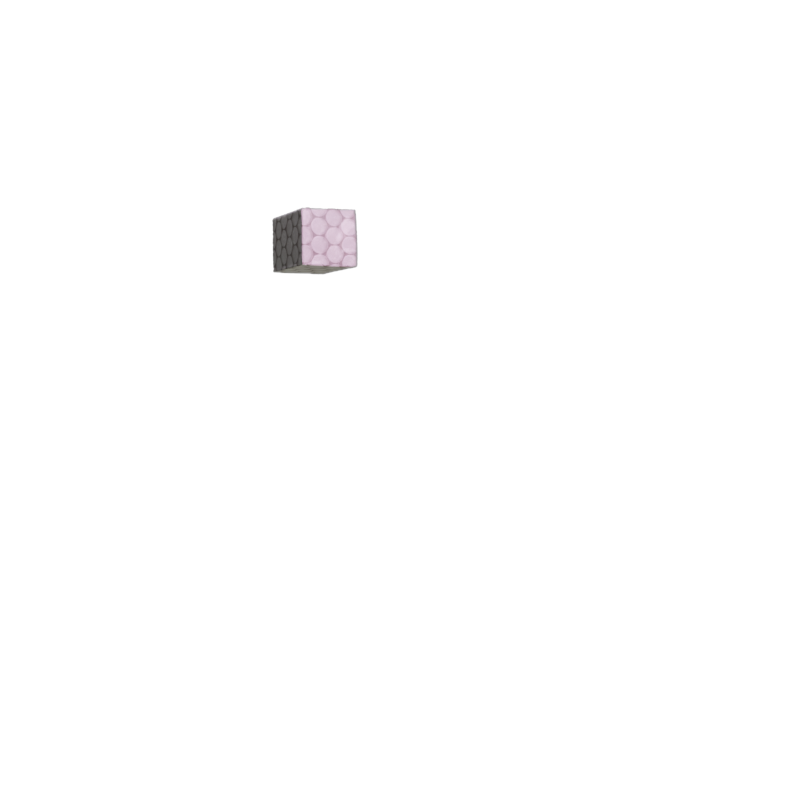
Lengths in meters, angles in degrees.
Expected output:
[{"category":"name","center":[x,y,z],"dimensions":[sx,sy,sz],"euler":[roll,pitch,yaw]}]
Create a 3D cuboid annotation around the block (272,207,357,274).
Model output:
[{"category":"block","center":[-0.077,-0.141,0.987],"dimensions":[0.051,0.052,0.080],"euler":[1,-1,-26]}]
